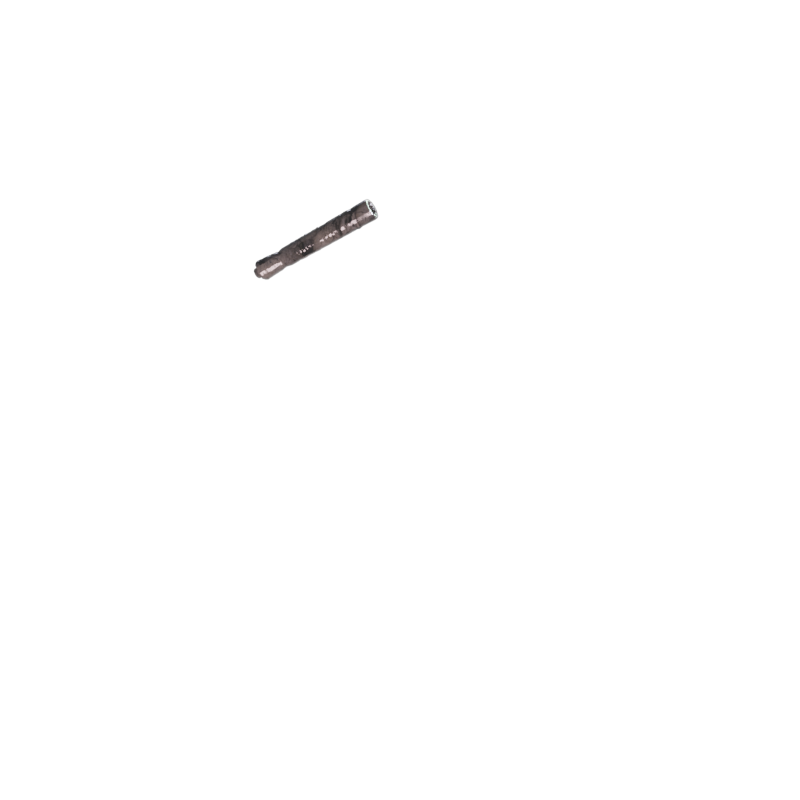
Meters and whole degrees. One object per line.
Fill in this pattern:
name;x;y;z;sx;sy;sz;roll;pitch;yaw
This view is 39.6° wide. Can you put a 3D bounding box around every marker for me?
marker;-0.074;-0.135;0.946;0.121;0.020;0.019;-26;-6;20
